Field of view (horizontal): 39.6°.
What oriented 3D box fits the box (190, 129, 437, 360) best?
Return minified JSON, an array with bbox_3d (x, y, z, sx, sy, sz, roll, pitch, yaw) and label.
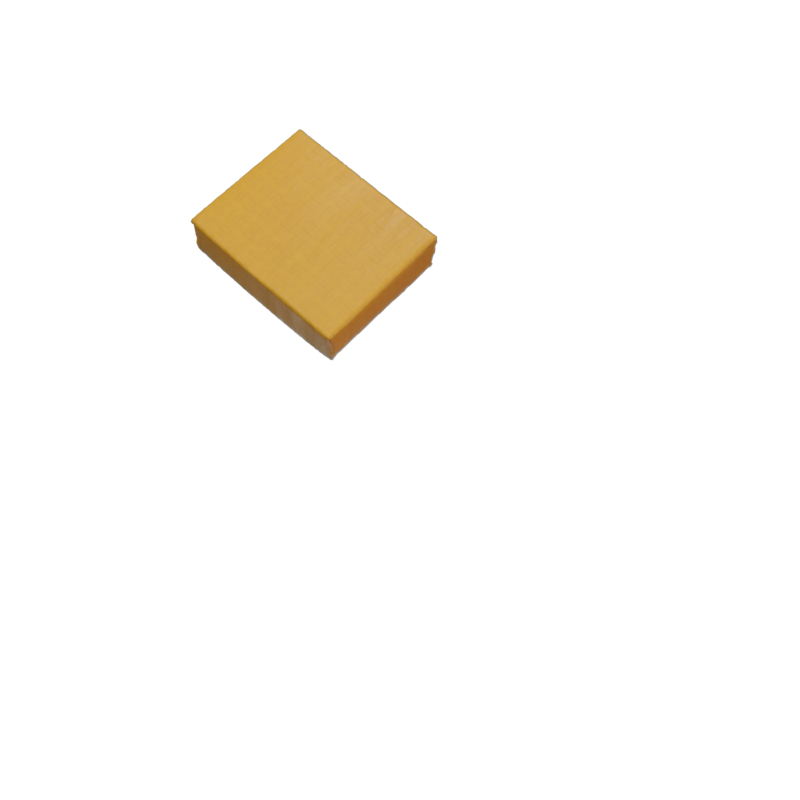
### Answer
[{"bbox_3d":[-0.050,-0.091,0.639,0.119,0.091,0.037,40,-20,18],"label":"box"}]
